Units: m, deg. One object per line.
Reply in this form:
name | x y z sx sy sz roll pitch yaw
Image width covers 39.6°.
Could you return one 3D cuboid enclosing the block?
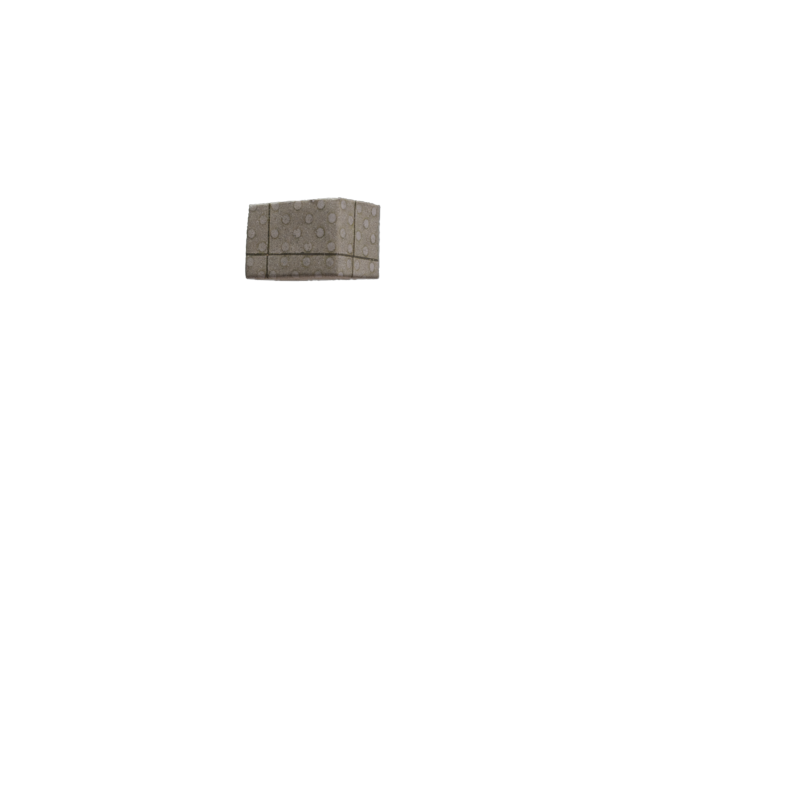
block | -0.059 -0.107 0.749 0.081 0.052 0.051 1 0 33
